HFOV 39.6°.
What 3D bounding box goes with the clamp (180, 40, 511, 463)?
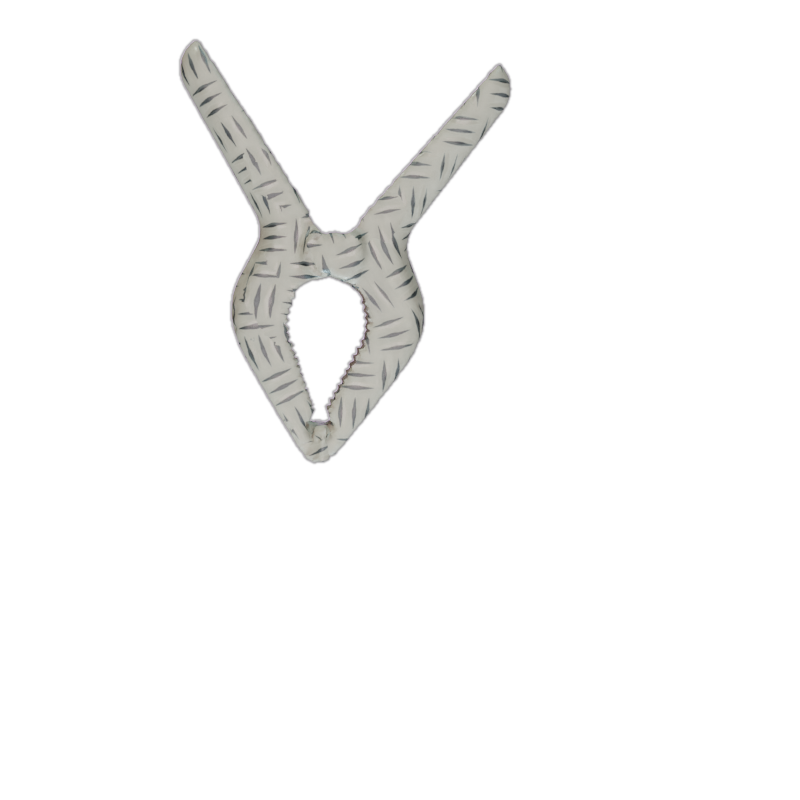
[{"bbox_3d":[-0.043,-0.078,0.550,0.165,0.211,0.036,11,-3,0],"label":"clamp"}]
